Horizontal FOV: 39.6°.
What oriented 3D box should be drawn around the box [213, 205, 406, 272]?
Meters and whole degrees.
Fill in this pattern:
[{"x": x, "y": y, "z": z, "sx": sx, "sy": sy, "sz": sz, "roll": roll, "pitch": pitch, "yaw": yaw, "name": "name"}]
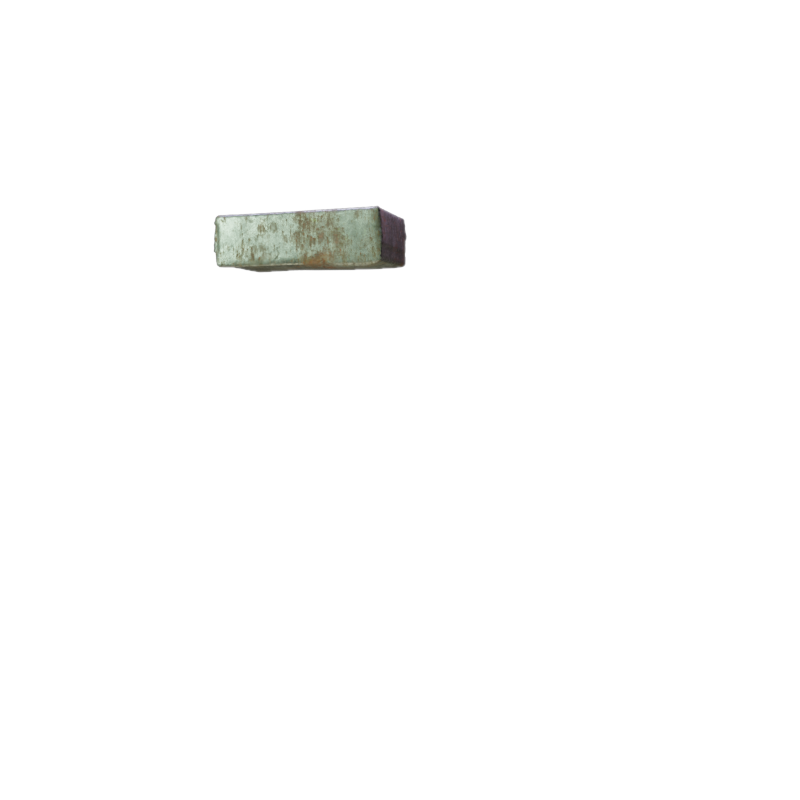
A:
[{"x": -0.059, "y": -0.107, "z": 0.751, "sx": 0.115, "sy": 0.039, "sz": 0.088, "roll": 1, "pitch": 4, "yaw": 13, "name": "box"}]
